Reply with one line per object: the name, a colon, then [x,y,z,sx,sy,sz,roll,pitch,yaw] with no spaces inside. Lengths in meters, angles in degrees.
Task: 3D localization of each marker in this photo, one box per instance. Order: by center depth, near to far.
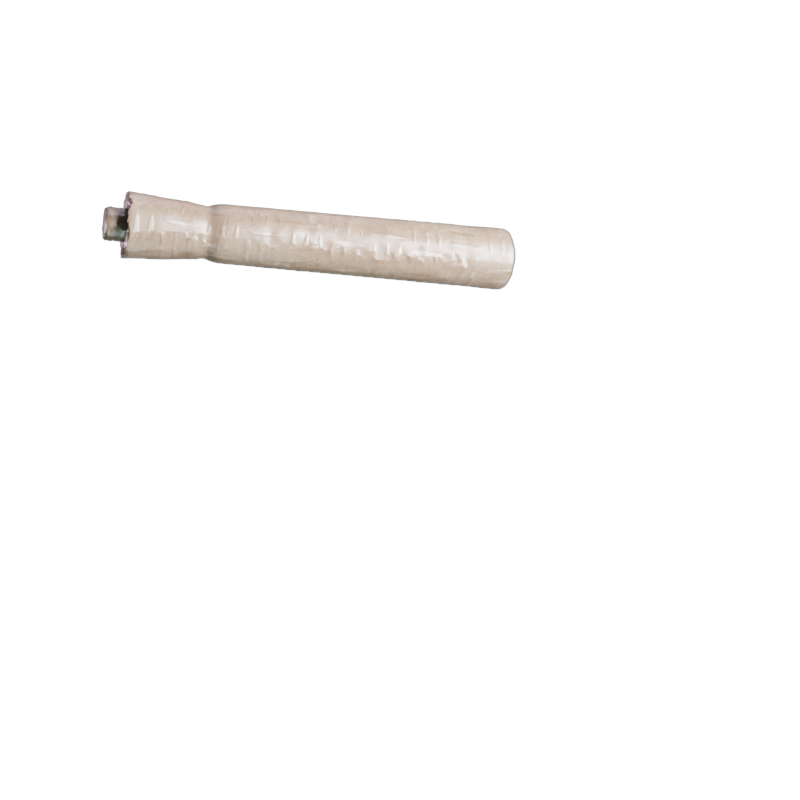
marker: [-0.025,-0.046,0.322,0.118,0.020,0.020,3,3,-16]
